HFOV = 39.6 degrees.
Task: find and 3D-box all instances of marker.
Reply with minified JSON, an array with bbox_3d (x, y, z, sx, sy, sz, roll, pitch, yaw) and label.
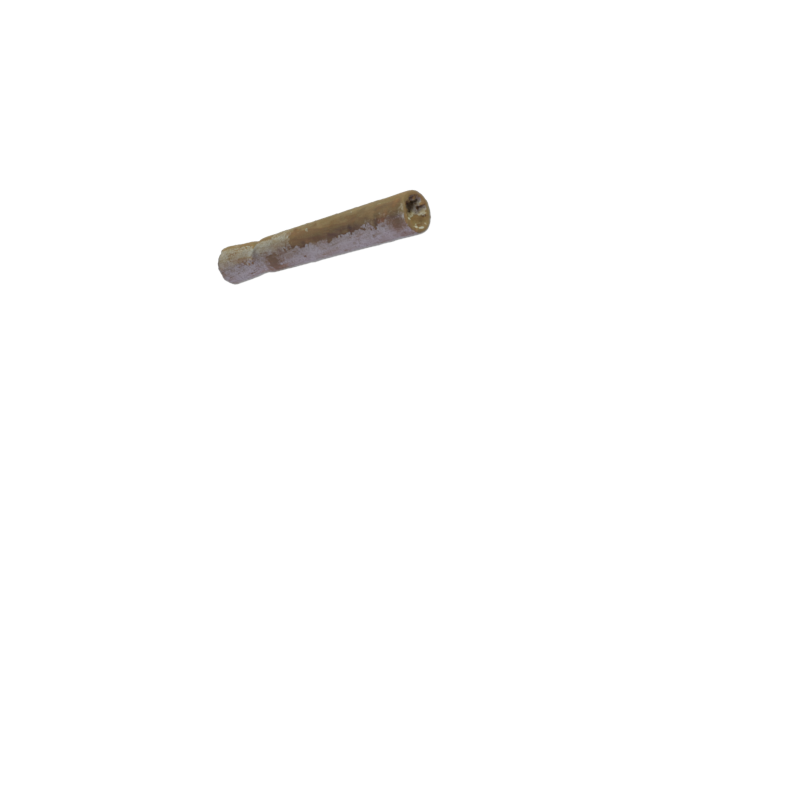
[{"bbox_3d":[-0.039,-0.070,0.493,0.124,0.020,0.019,-9,-3,42],"label":"marker"}]
